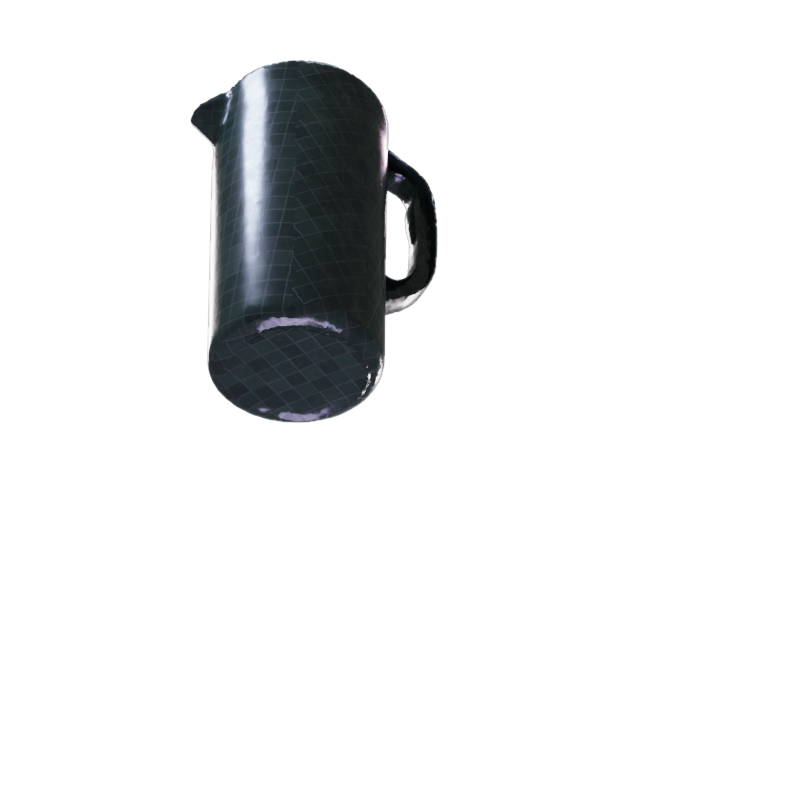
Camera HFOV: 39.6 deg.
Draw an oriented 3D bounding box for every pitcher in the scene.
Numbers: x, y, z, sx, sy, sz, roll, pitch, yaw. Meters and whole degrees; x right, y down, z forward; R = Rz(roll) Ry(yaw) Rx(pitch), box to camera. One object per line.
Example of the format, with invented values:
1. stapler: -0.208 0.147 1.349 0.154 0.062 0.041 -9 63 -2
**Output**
1. pitcher: -0.059 -0.108 0.753 0.150 0.261 0.134 -15 -43 13
